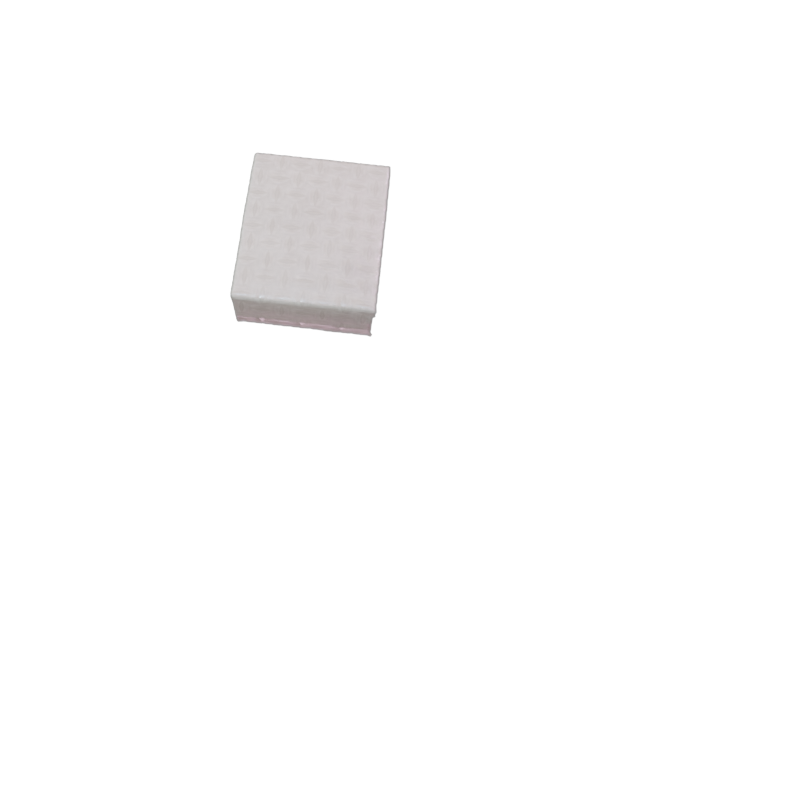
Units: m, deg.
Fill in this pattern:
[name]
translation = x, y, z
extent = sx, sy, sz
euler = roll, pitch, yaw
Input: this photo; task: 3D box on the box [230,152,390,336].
[box]
translation = -0.055, -0.101, 0.707
extent = 0.090, 0.120, 0.037
euler = 5, -28, 2
